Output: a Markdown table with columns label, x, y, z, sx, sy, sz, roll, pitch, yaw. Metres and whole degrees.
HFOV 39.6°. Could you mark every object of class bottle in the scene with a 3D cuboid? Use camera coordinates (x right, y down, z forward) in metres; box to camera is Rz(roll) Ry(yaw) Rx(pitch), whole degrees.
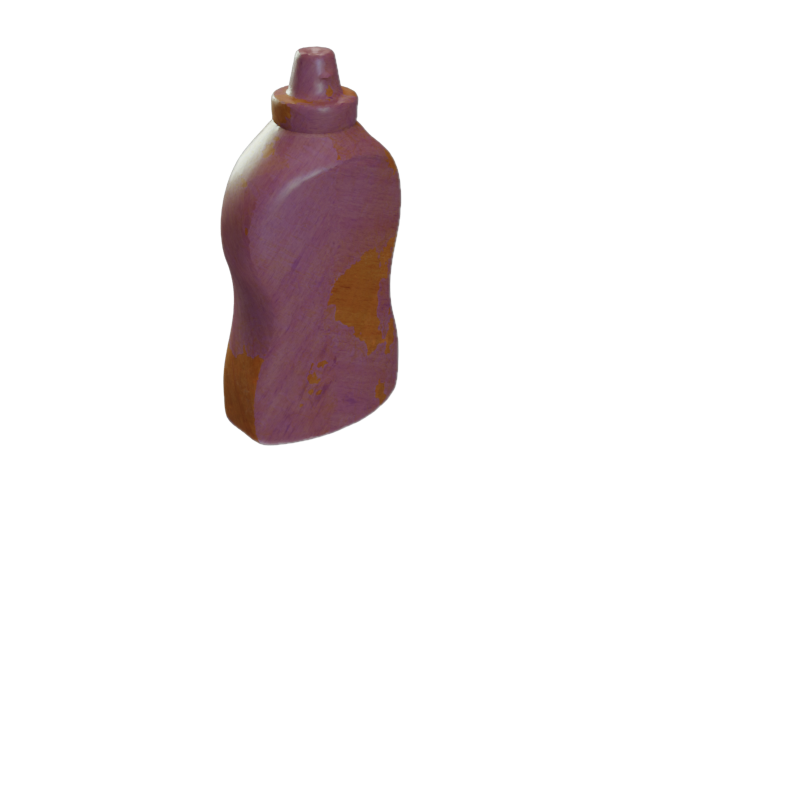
| label | x | y | z | sx | sy | sz | roll | pitch | yaw |
| --- | --- | --- | --- | --- | --- | --- | --- | --- | --- |
| bottle | -0.042 | -0.078 | 0.546 | 0.094 | 0.182 | 0.062 | -17 | 31 | -35 |
